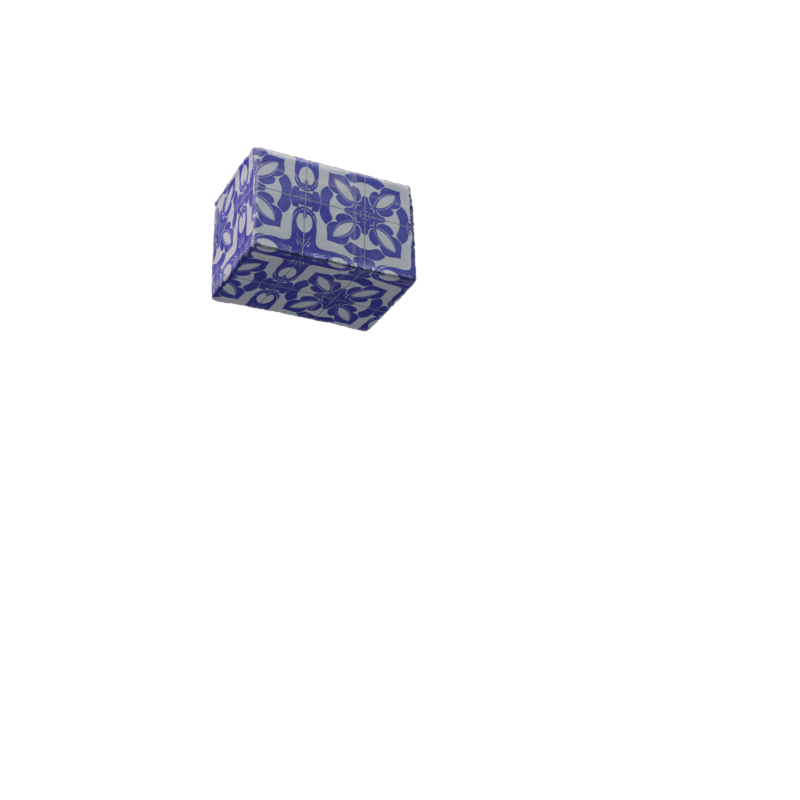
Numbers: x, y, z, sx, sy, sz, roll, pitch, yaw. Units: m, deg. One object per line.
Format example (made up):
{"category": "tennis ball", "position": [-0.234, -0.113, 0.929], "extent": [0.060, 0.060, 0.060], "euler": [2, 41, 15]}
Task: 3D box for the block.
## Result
{"category": "block", "position": [-0.038, -0.070, 0.492], "extent": [0.075, 0.054, 0.051], "euler": [12, -30, -23]}
